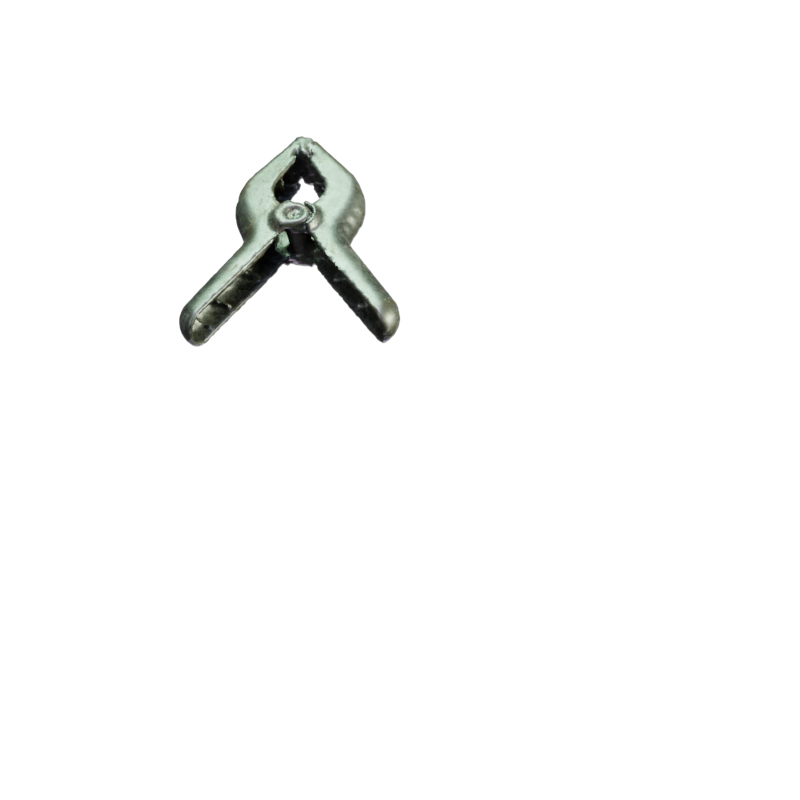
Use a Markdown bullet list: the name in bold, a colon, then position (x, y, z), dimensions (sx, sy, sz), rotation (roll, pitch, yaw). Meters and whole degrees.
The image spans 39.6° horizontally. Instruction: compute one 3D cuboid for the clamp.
- **clamp**: position (-0.051, -0.093, 0.654), dimensions (0.121, 0.182, 0.036), rotation (8, -41, 6)
